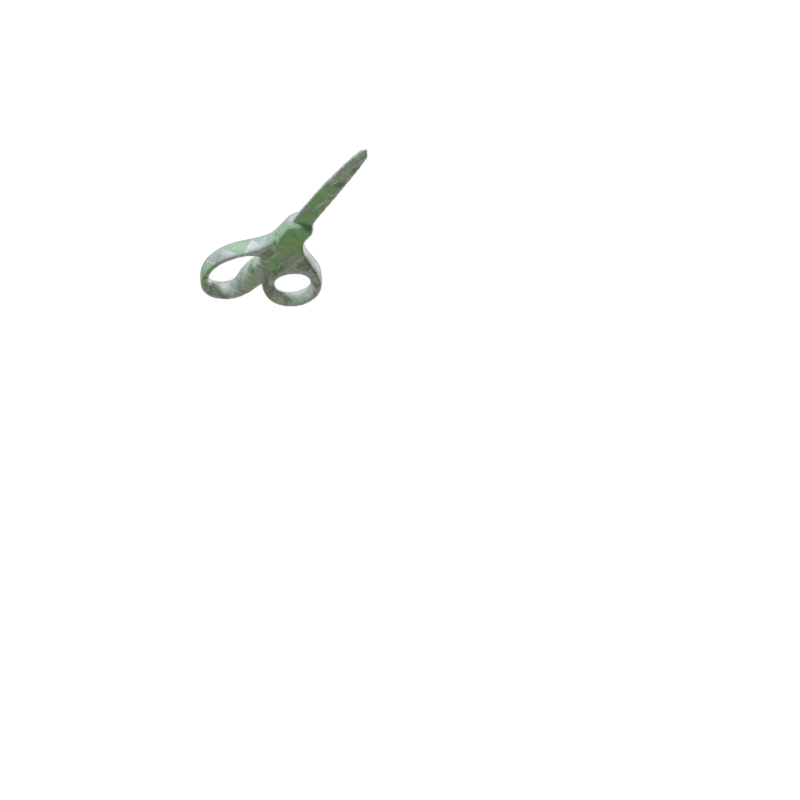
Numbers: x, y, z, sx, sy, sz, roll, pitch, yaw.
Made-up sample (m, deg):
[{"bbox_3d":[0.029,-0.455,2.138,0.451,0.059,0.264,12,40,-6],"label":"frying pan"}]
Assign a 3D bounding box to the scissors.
[{"bbox_3d":[-0.060,-0.109,0.760,0.090,0.017,0.202,22,-33,-39],"label":"scissors"}]
